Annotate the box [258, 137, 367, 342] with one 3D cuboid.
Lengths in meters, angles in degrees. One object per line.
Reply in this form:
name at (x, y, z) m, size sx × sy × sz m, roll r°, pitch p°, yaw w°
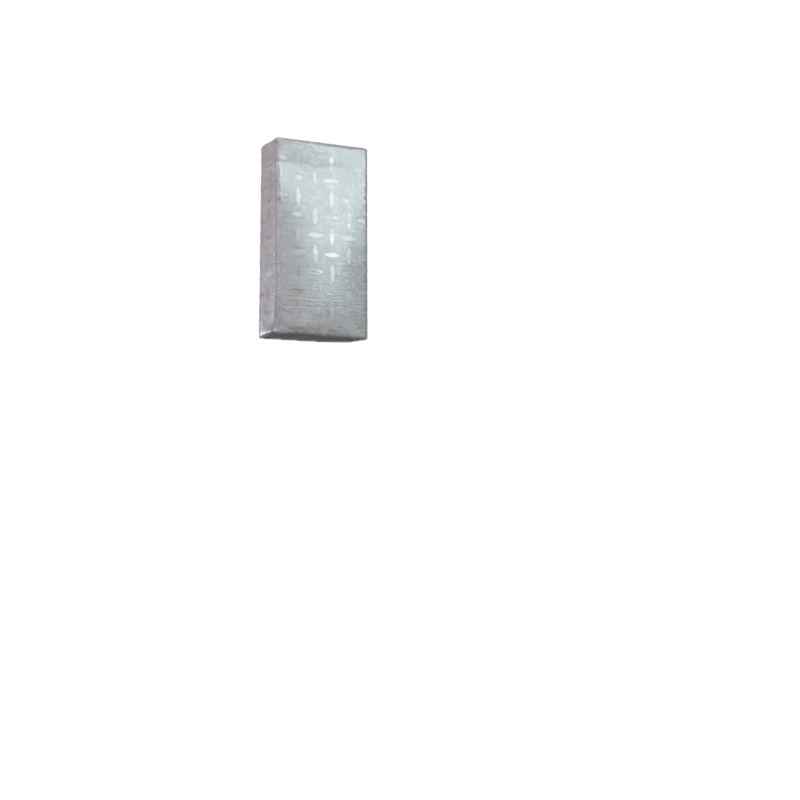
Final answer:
box at (-0.078, -0.142, 0.997) m, size 0.090 × 0.181 × 0.048 m, roll 4°, pitch -13°, yaw -26°
